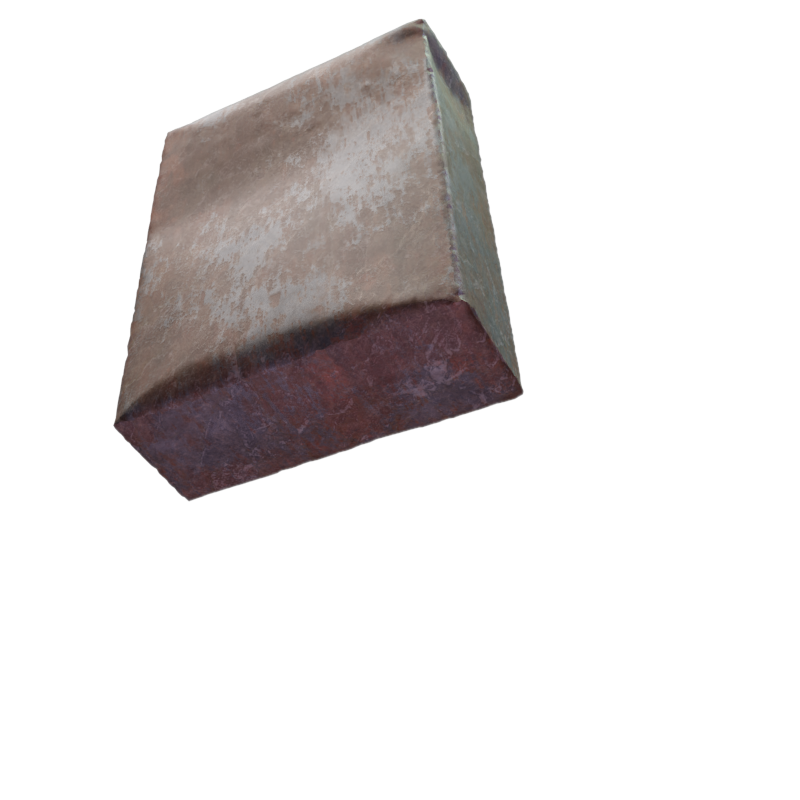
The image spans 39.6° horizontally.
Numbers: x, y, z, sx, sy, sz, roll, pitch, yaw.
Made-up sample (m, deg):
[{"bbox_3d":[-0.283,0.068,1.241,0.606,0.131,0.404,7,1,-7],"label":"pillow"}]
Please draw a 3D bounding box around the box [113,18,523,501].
[{"bbox_3d":[-0.042,-0.077,0.536,0.165,0.230,0.066,-20,-46,17],"label":"box"}]
